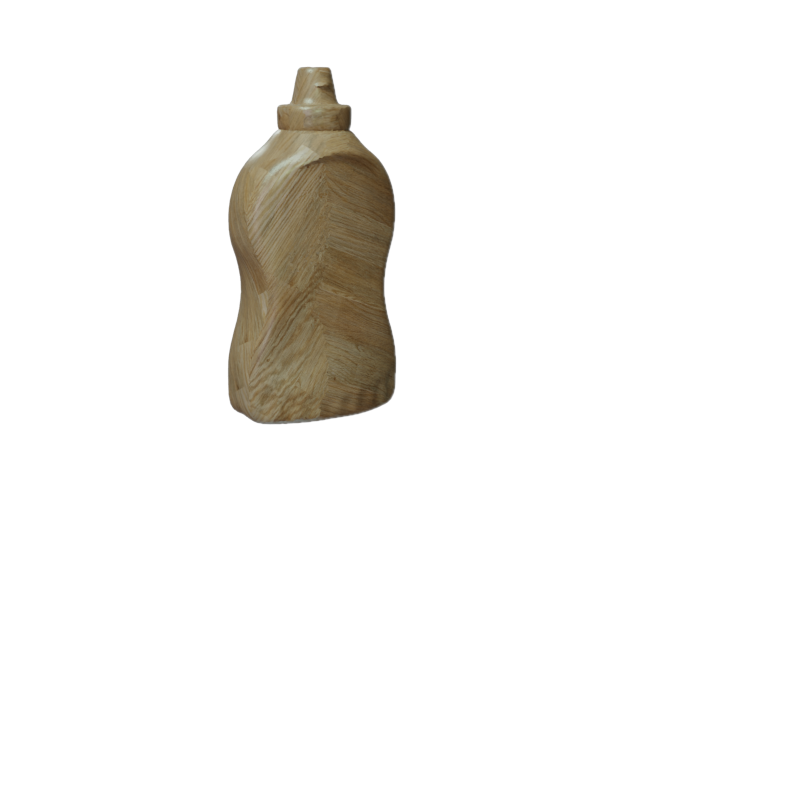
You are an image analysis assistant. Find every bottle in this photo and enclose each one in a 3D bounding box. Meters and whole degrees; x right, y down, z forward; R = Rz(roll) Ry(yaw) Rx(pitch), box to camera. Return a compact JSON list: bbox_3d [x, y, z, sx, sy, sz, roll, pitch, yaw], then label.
[{"bbox_3d":[-0.048,-0.088,0.616,0.093,0.188,0.061,-5,10,-29],"label":"bottle"}]
